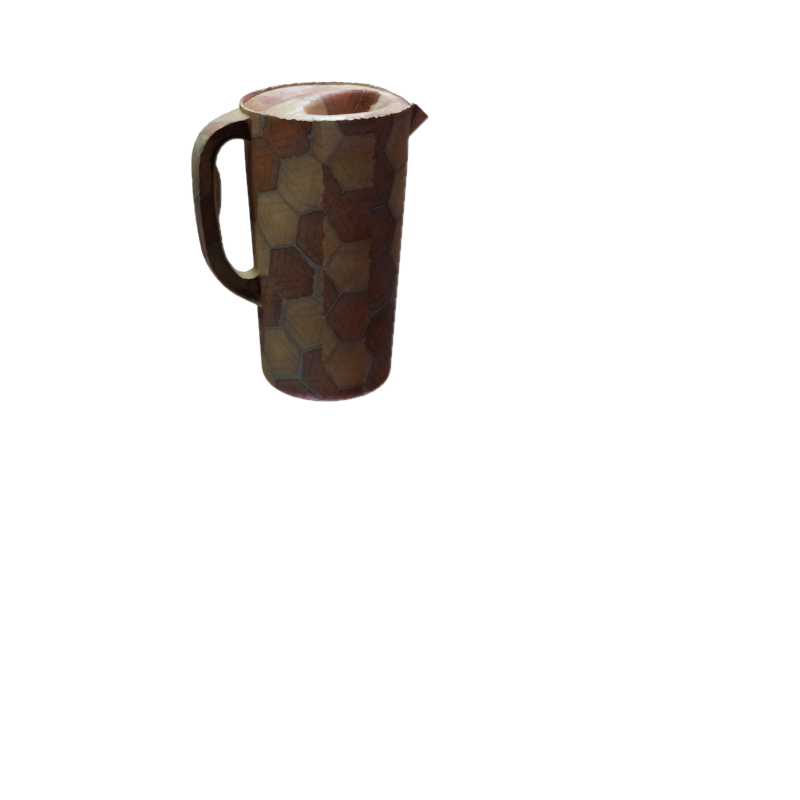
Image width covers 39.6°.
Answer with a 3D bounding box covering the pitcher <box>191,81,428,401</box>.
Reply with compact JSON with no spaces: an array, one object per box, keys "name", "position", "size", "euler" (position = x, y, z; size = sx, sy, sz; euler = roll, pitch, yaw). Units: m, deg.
[{"name":"pitcher","position":[-0.069,-0.126,0.881],"size":[0.154,0.232,0.147],"euler":[10,24,20]}]
